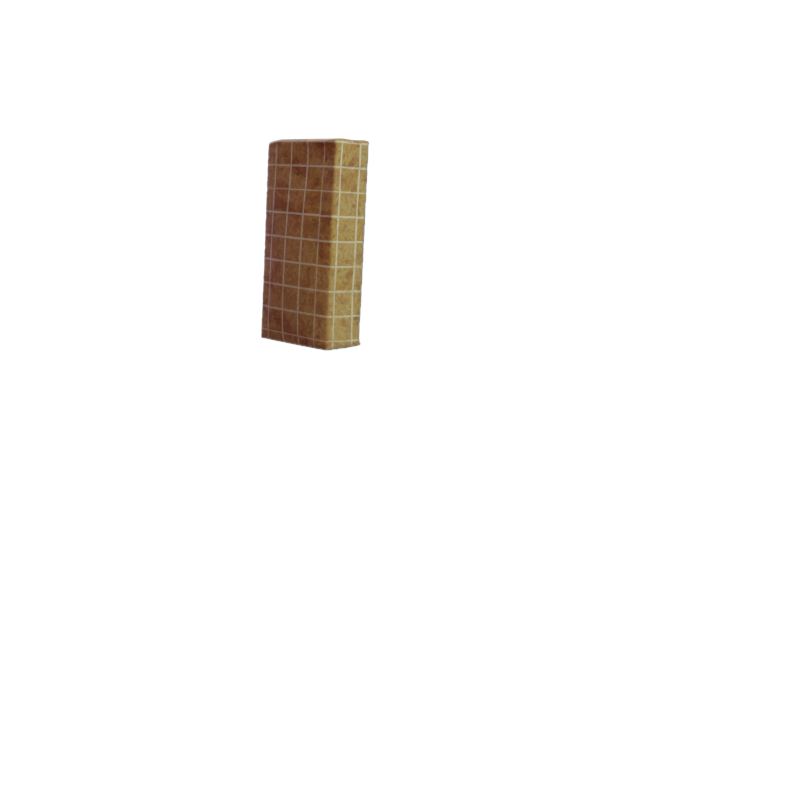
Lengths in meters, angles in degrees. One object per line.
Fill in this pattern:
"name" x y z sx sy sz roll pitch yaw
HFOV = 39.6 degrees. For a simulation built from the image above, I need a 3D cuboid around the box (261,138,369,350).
"box" -0.075 -0.136 0.955 0.046 0.174 0.098 -4 7 -43
